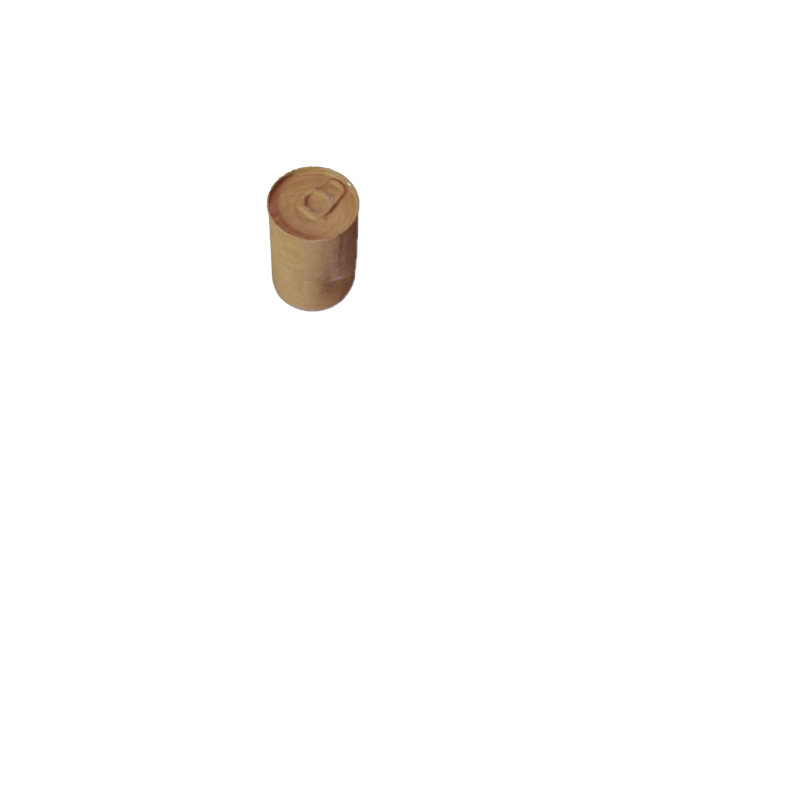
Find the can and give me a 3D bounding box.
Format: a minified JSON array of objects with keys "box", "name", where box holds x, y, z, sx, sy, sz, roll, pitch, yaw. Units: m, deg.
[{"box":[-0.066,-0.121,0.849,0.068,0.073,0.096,0,-30,-3],"name":"can"}]
